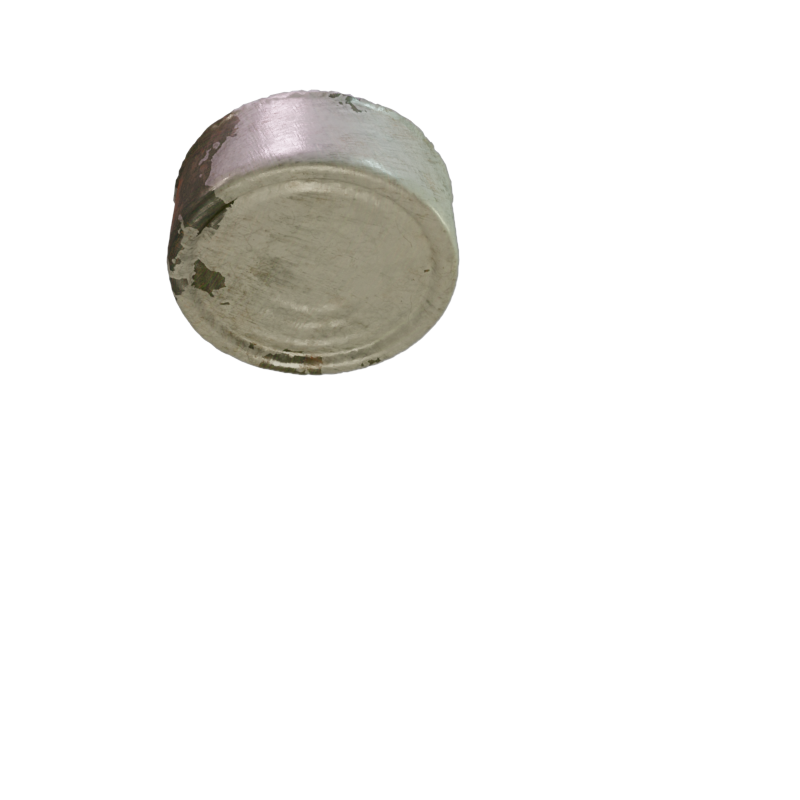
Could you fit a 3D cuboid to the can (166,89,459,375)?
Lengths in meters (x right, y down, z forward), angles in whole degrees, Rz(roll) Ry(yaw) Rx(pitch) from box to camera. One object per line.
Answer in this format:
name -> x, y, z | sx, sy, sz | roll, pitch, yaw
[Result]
can -> -0.026, -0.047, 0.329 | 0.086, 0.080, 0.036 | 1, 44, -1
